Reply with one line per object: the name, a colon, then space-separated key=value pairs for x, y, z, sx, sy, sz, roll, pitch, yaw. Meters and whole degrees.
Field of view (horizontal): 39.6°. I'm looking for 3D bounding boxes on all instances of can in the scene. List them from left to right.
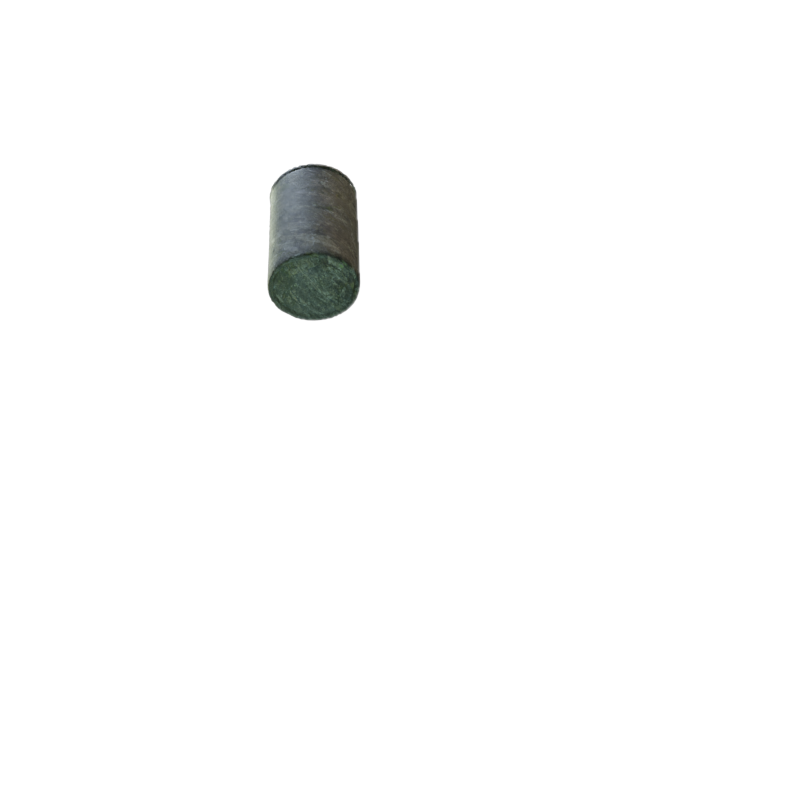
can: x=-0.064 y=-0.117 z=0.822 sx=0.068 sy=0.110 sz=0.064 roll=-1 pitch=-44 yaw=-3
